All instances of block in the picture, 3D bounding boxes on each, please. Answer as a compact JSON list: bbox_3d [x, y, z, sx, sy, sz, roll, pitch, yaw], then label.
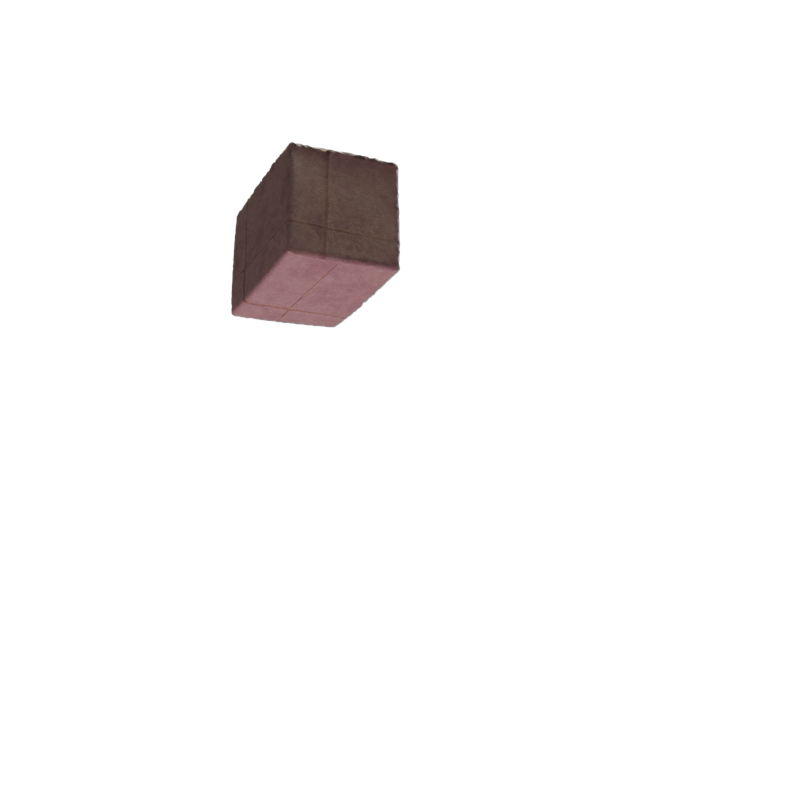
[{"bbox_3d":[-0.039,-0.071,0.494,0.051,0.054,0.077,8,-22,-23],"label":"block"}]
